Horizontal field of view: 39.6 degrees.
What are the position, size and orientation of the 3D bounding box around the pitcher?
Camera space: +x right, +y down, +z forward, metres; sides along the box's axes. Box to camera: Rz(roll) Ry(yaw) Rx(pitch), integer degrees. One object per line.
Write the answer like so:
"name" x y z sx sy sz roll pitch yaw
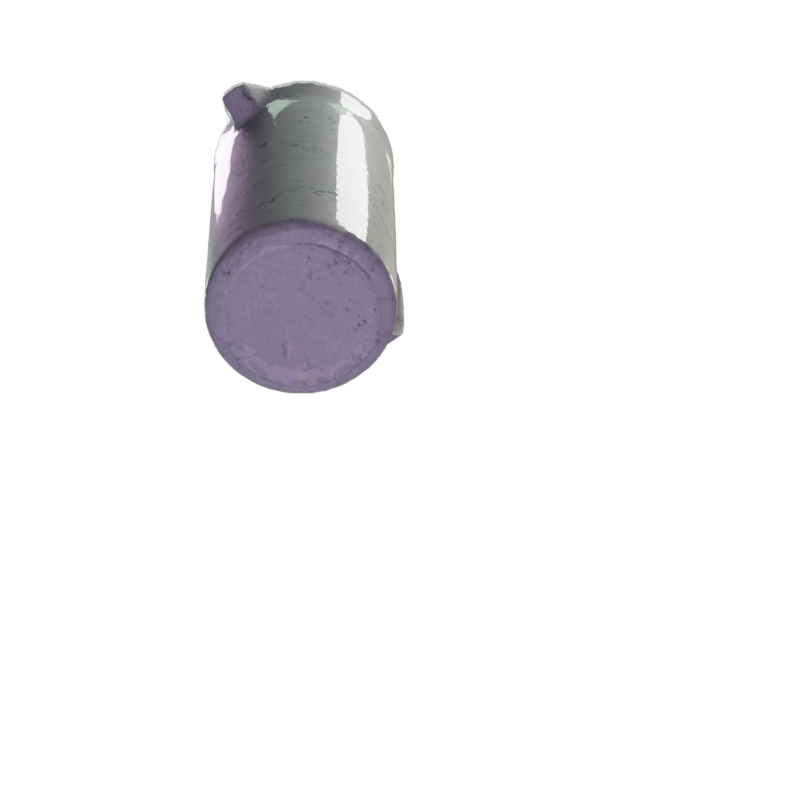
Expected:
"pitcher" -0.056 -0.103 0.719 0.148 0.138 0.258 7 29 -7
